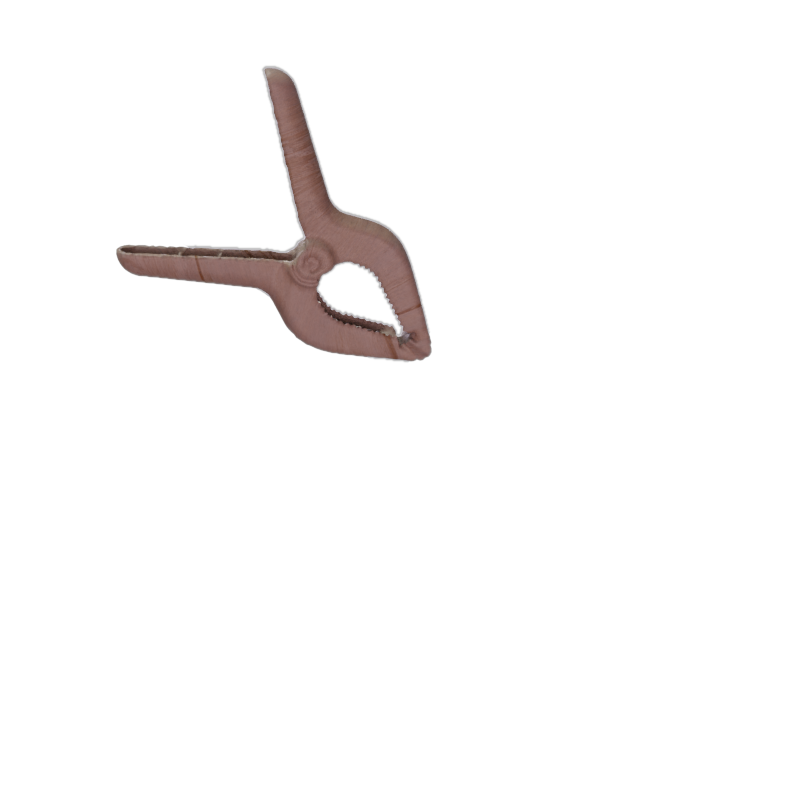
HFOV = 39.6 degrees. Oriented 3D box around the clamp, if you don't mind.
[{"bbox_3d":[-0.057,-0.103,0.723,0.206,0.162,0.038,32,13,-9],"label":"clamp"}]
